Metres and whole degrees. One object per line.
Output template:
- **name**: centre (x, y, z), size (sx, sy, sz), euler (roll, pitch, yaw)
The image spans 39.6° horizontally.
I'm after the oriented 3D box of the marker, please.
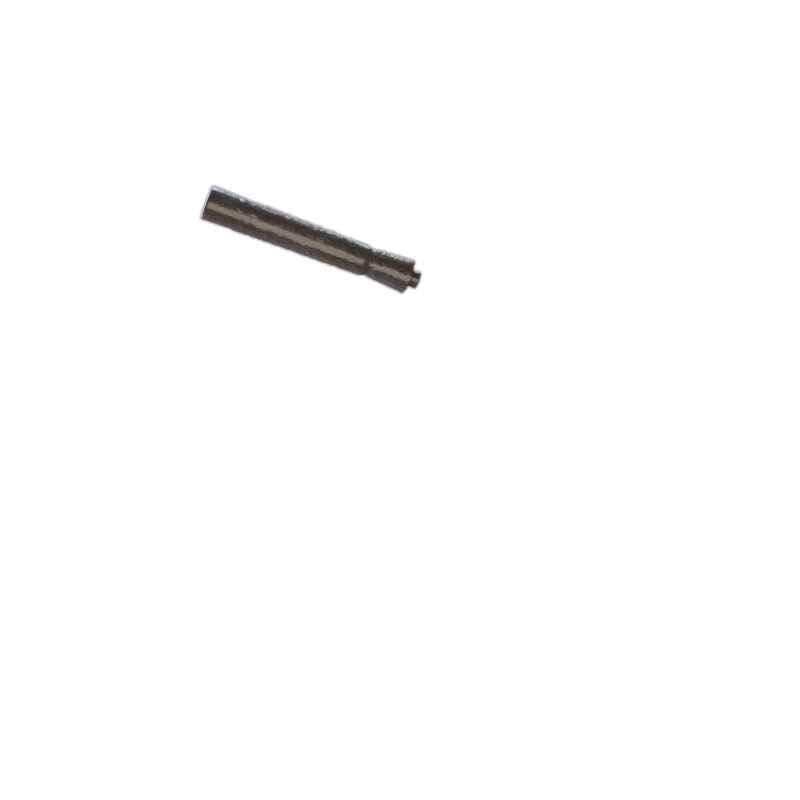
- **marker**: centre (-0.046, -0.084, 0.590), size (0.120, 0.020, 0.020), euler (20, 2, -4)
